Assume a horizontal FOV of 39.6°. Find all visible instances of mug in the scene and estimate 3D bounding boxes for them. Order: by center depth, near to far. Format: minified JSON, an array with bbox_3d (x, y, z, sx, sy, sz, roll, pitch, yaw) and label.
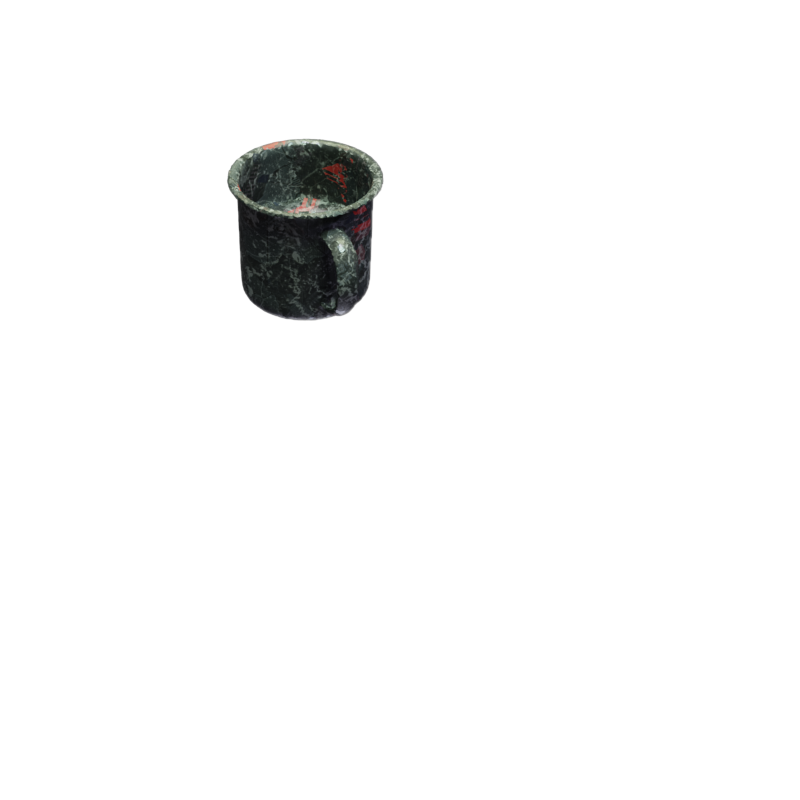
[{"bbox_3d":[-0.053,-0.096,0.671,0.092,0.076,0.127,-16,41,-21],"label":"mug"}]
